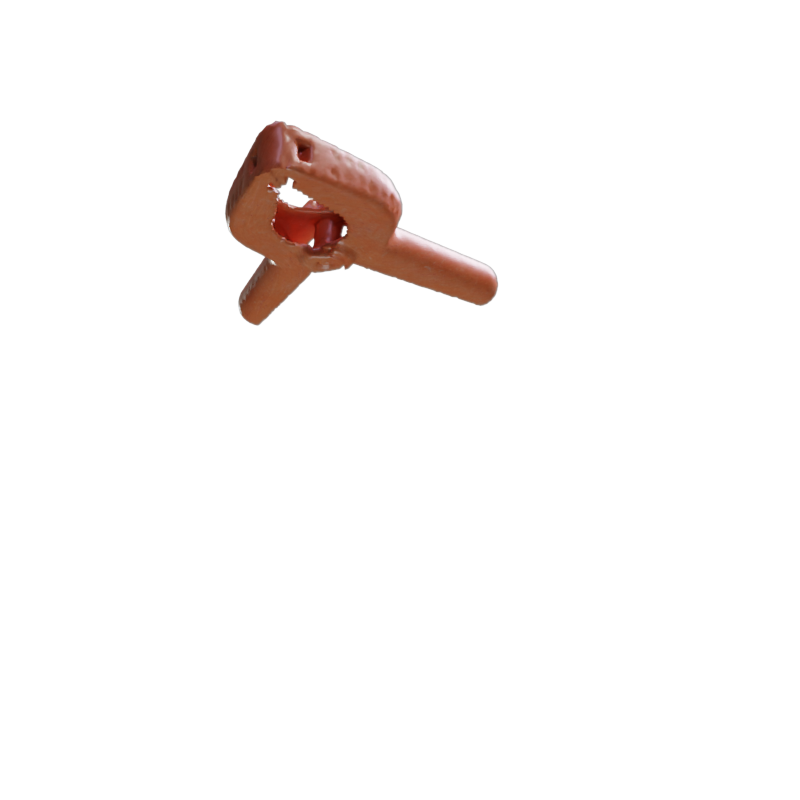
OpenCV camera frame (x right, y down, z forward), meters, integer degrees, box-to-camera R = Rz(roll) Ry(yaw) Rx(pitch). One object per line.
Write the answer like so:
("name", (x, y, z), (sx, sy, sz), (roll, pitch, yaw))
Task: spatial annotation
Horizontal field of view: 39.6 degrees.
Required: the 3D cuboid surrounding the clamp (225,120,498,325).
("clamp", (-0.049, -0.089, 0.625), (0.167, 0.038, 0.196), (-7, -20, 20))
